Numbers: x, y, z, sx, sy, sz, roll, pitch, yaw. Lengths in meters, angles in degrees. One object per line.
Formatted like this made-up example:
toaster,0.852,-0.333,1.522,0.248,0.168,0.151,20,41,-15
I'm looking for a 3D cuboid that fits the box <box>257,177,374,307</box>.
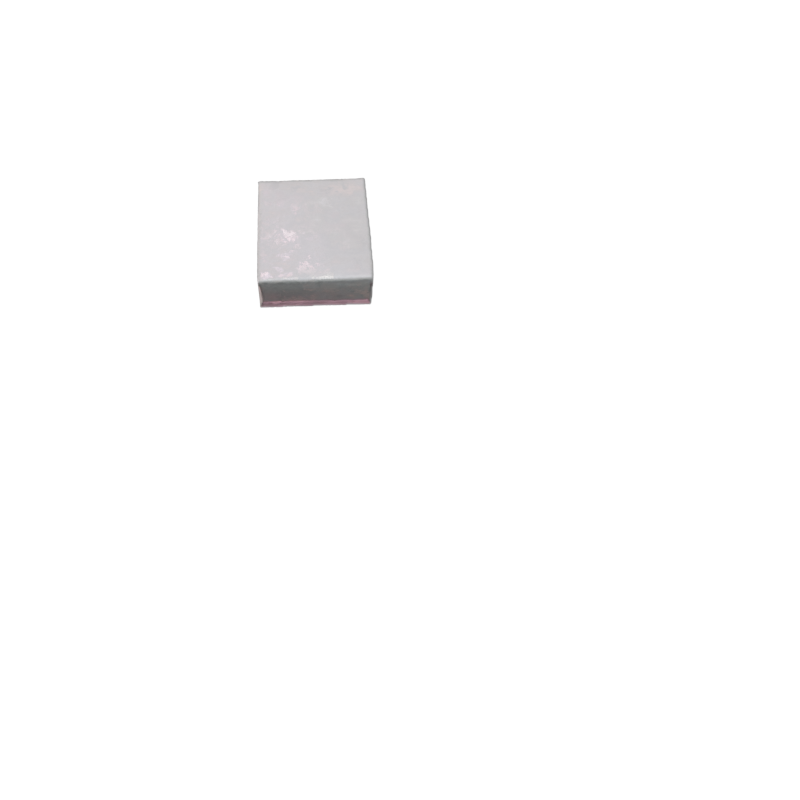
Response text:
box,-0.070,-0.127,0.893,0.089,0.122,0.036,-3,-40,-3
